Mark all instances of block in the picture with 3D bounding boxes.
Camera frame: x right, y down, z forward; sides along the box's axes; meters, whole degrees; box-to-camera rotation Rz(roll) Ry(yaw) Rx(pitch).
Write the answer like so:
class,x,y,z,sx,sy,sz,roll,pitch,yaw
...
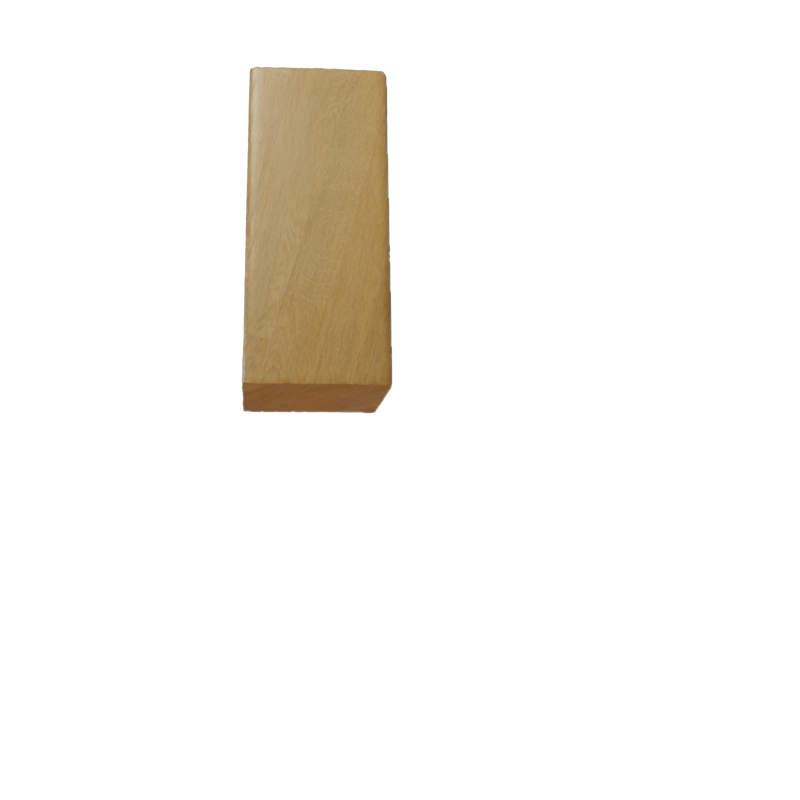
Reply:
class,x,y,z,sx,sy,sz,roll,pitch,yaw
block,-0.056,-0.103,0.718,0.089,0.215,0.088,1,-18,-6
